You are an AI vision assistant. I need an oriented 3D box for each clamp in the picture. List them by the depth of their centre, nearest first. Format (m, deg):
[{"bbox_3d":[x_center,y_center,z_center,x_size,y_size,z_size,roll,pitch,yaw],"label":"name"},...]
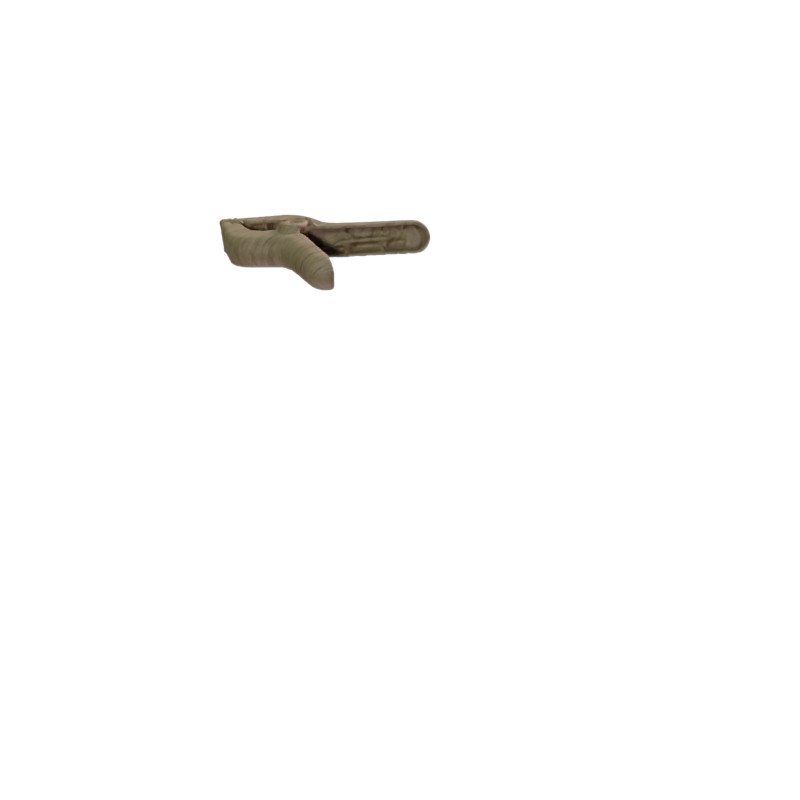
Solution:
[{"bbox_3d":[-0.066,-0.120,0.840,0.117,0.038,0.182,-16,25,-38],"label":"clamp"}]
